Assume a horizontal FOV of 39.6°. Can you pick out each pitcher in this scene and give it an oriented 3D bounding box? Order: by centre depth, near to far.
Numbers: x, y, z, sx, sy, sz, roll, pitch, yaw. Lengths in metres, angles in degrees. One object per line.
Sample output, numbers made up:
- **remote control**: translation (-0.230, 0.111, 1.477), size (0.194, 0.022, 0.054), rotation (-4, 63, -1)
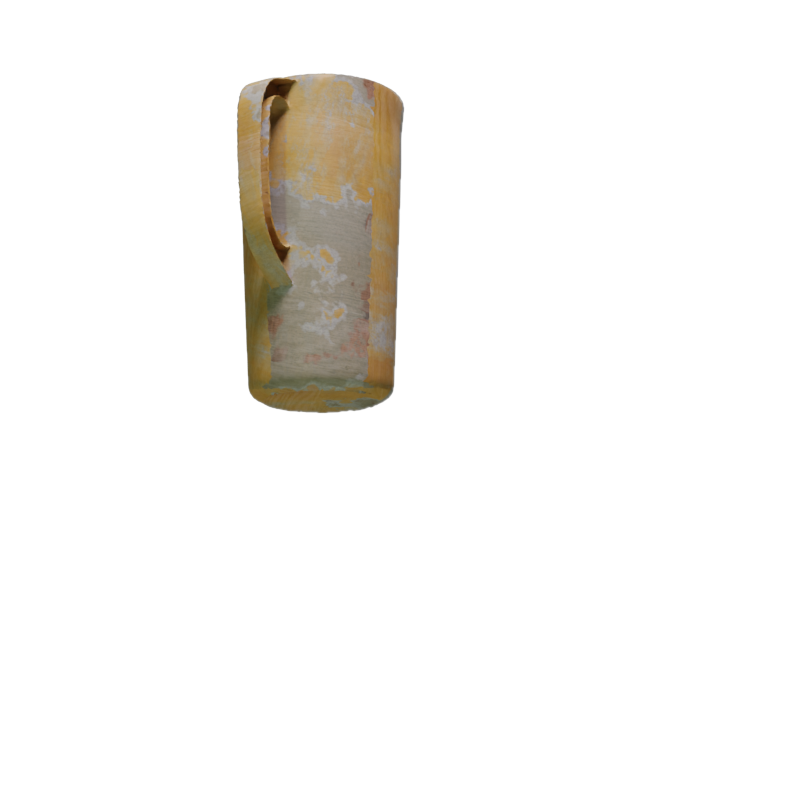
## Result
- **pitcher**: translation (-0.066, -0.121, 0.845), size (0.145, 0.253, 0.143), rotation (5, -18, -18)
